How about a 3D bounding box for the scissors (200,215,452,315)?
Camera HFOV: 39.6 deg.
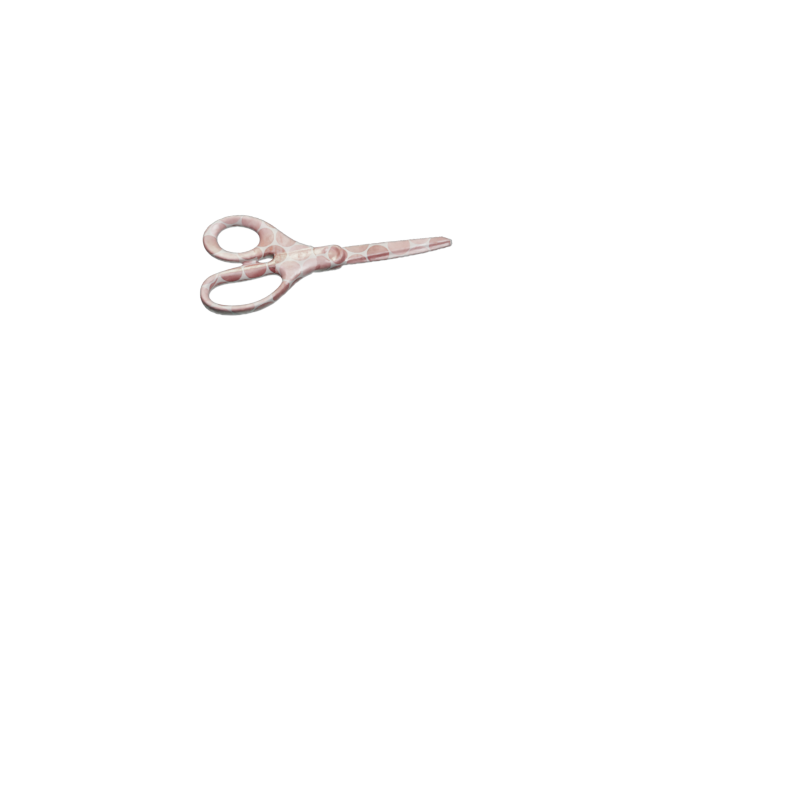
[{"bbox_3d":[-0.069,-0.126,0.884,0.201,0.103,0.015,-22,-28,-13],"label":"scissors"}]
